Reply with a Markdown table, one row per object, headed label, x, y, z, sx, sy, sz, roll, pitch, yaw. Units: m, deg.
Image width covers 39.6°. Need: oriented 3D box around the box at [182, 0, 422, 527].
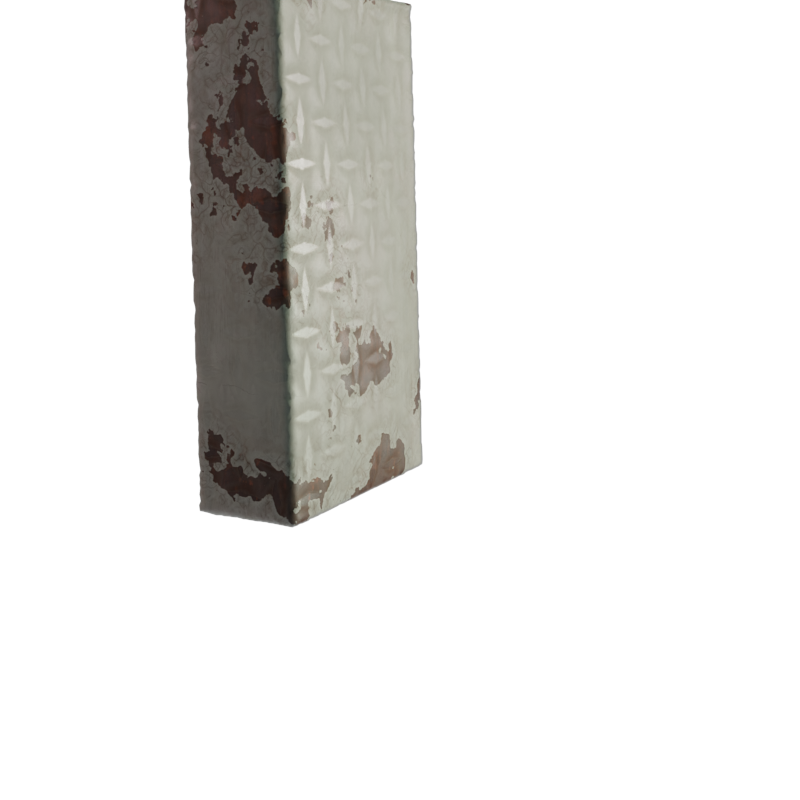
| label | x | y | z | sx | sy | sz | roll | pitch | yaw |
| --- | --- | --- | --- | --- | --- | --- | --- | --- | --- |
| box | -0.030 | -0.056 | 0.392 | 0.050 | 0.174 | 0.091 | 3 | 7 | 29 |
